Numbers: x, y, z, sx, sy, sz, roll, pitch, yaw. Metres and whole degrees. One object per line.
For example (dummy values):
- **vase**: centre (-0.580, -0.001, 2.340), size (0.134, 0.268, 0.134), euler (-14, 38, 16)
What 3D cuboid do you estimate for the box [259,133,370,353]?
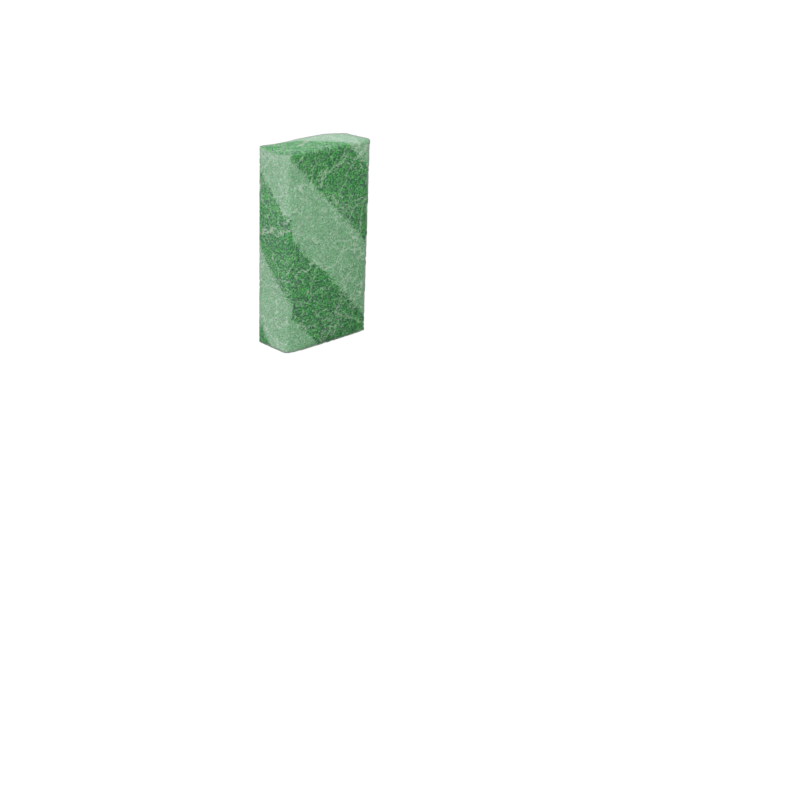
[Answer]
- **box**: centre (-0.074, -0.135, 0.945), size (0.091, 0.169, 0.051), euler (-16, 24, -41)
